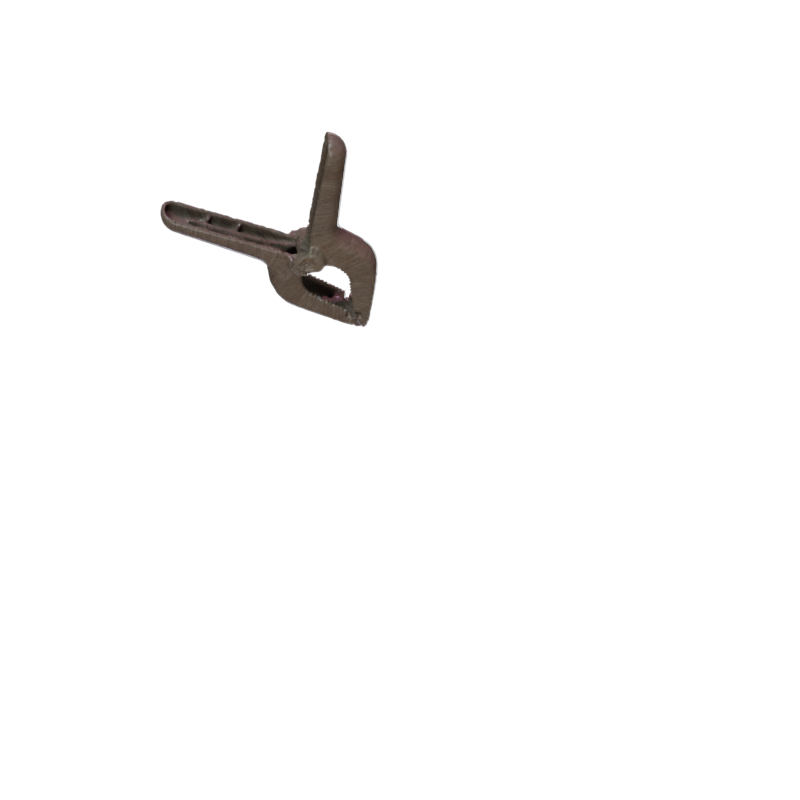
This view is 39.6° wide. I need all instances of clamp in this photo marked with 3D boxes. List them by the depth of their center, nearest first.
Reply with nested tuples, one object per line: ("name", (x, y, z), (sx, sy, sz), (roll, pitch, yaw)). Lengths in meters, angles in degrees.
("clamp", (-0.072, -0.132, 0.921), (0.165, 0.039, 0.195), (-23, -43, 27))
